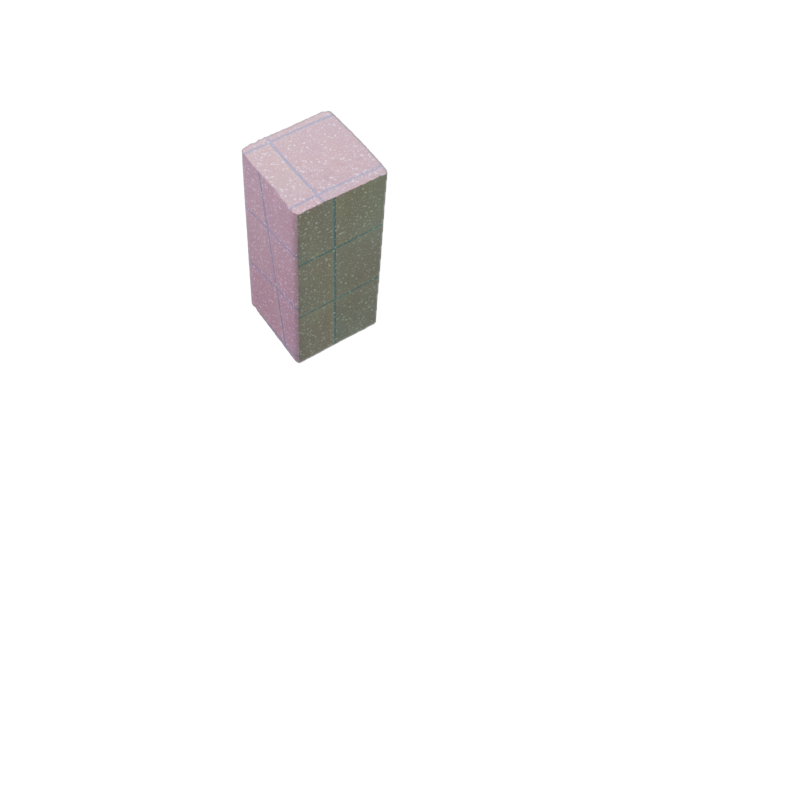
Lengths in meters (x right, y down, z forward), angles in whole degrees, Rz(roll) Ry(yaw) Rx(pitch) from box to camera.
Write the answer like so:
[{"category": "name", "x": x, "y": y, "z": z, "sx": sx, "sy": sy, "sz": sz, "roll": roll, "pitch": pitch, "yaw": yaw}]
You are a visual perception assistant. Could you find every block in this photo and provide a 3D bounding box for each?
[{"category": "block", "x": -0.077, "y": -0.140, "z": 0.977, "sx": 0.090, "sy": 0.096, "sz": 0.193, "roll": -28, "pitch": -29, "yaw": -21}]
